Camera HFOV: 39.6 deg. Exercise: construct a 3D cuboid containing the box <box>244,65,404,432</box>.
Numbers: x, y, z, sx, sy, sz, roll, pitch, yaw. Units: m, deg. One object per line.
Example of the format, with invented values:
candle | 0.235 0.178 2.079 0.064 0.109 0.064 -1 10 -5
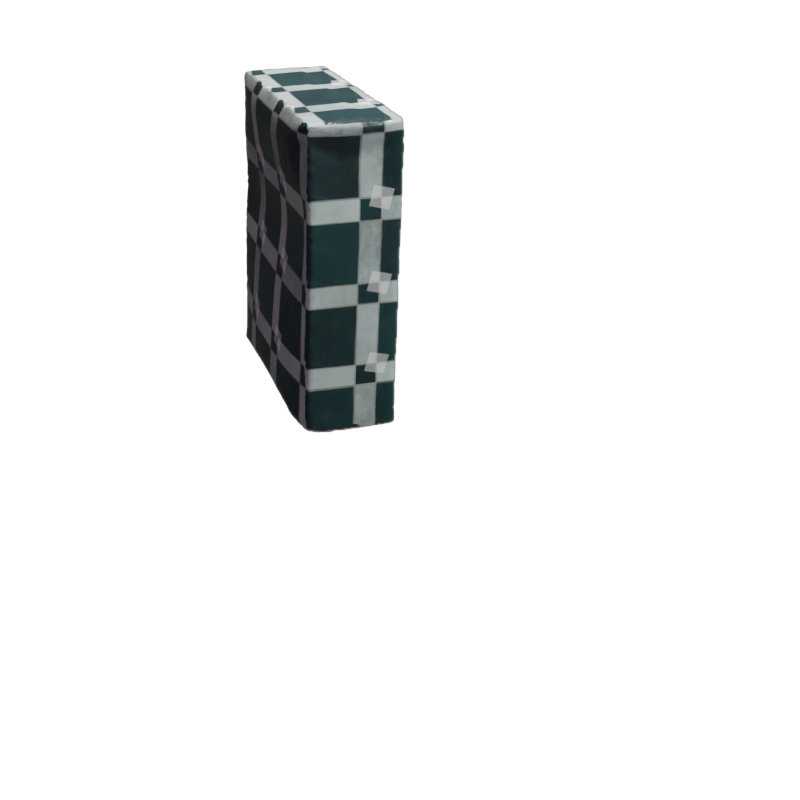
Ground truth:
box | -0.060 -0.110 0.771 0.070 0.203 0.176 -7 25 -19
